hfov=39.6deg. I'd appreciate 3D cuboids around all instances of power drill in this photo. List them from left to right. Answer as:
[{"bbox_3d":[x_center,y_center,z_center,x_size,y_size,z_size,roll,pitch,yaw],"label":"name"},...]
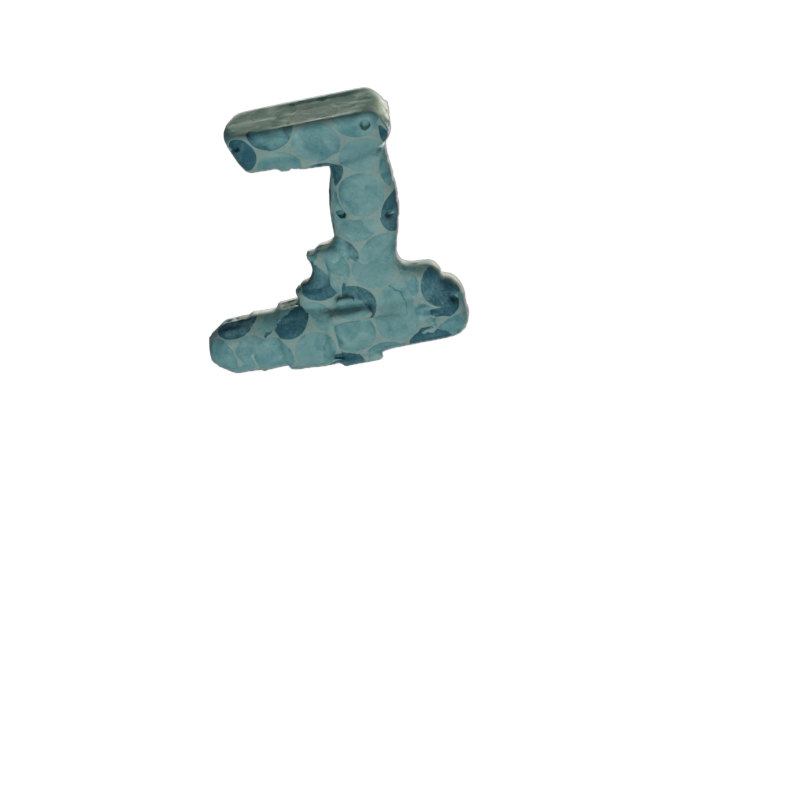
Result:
[{"bbox_3d":[-0.058,-0.106,0.745,0.185,0.175,0.061,-11,30,6],"label":"power drill"}]
